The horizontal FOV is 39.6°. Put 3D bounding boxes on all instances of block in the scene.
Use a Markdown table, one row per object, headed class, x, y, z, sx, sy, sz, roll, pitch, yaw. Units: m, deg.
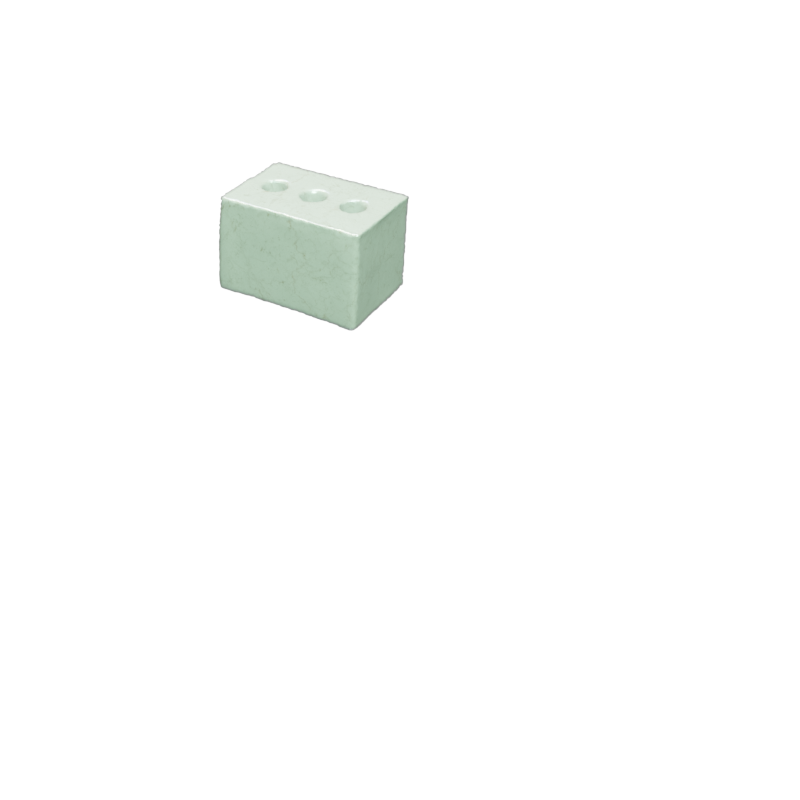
| class | x | y | z | sx | sy | sz | roll | pitch | yaw |
| --- | --- | --- | --- | --- | --- | --- | --- | --- | --- |
| block | -0.042 | -0.077 | 0.538 | 0.082 | 0.048 | 0.054 | 18 | 36 | 25 |
